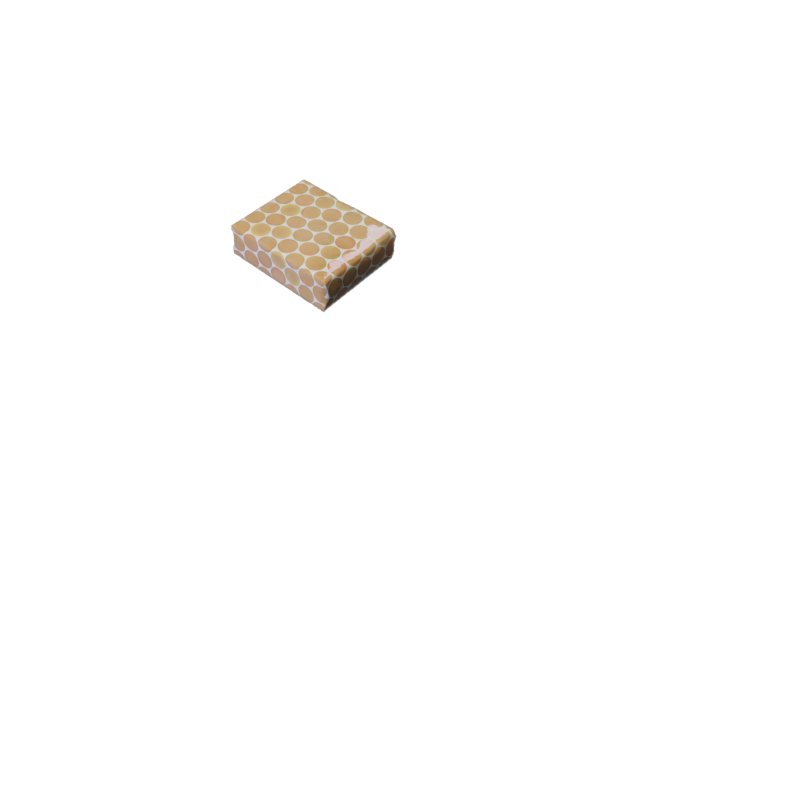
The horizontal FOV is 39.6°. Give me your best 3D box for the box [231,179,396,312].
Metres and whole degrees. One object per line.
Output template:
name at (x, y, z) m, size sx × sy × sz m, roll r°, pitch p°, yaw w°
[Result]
box at (-0.060, -0.109, 0.764) m, size 0.095 × 0.028 × 0.074 m, roll 32°, pitch 53°, yaw 28°
